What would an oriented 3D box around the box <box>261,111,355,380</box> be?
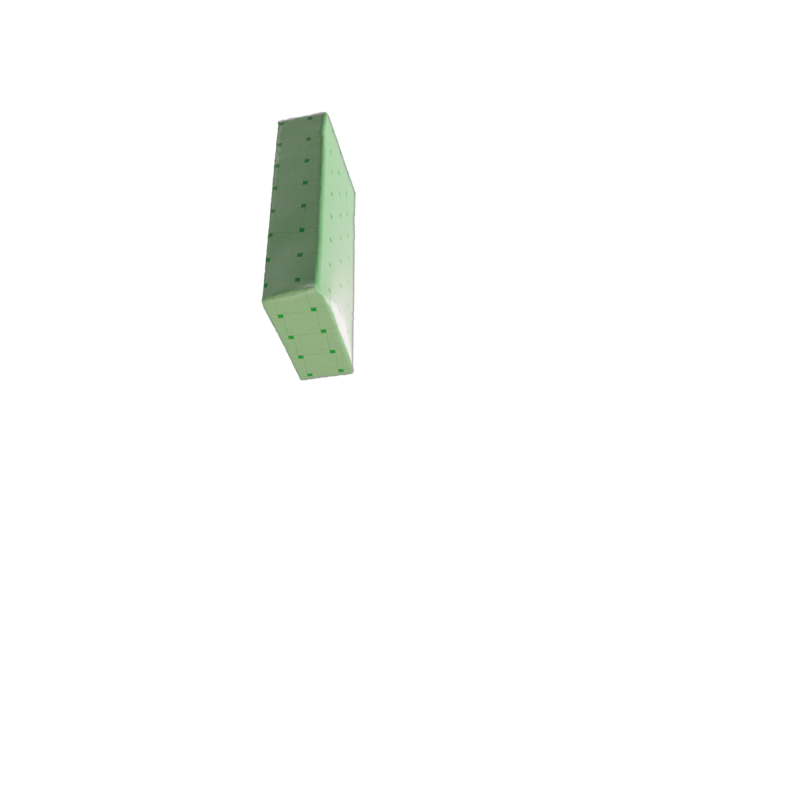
[{"bbox_3d":[-0.062,-0.113,0.795,0.048,0.189,0.086,-11,-41,9],"label":"box"}]
